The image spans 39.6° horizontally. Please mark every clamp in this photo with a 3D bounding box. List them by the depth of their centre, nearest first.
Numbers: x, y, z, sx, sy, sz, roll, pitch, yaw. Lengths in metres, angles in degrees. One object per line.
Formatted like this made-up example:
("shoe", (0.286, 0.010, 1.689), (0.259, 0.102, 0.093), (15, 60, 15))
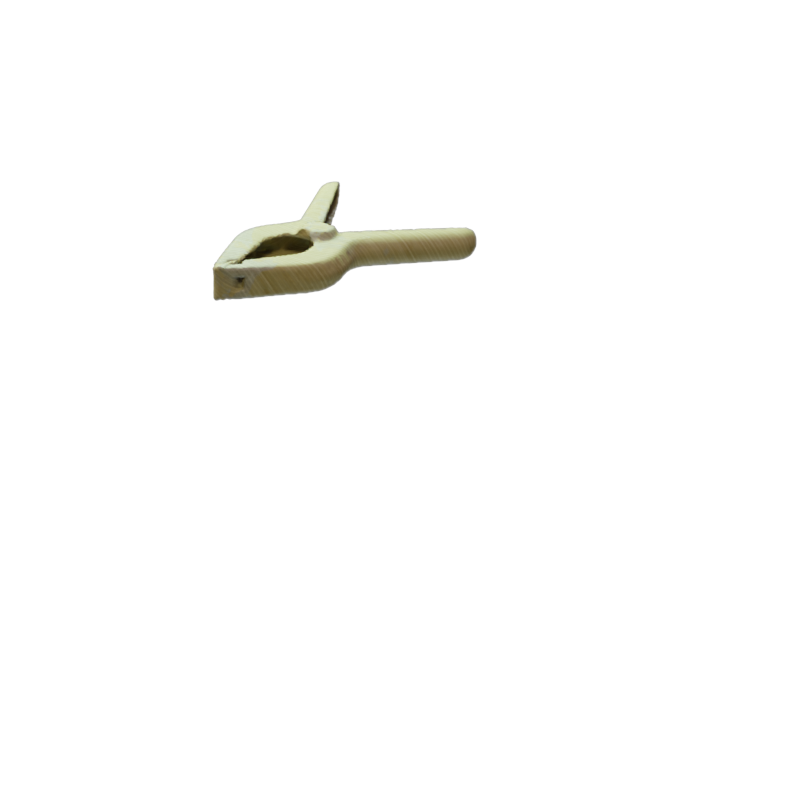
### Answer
("clamp", (-0.068, -0.125, 0.873), (0.207, 0.034, 0.176), (-22, 35, -34))
